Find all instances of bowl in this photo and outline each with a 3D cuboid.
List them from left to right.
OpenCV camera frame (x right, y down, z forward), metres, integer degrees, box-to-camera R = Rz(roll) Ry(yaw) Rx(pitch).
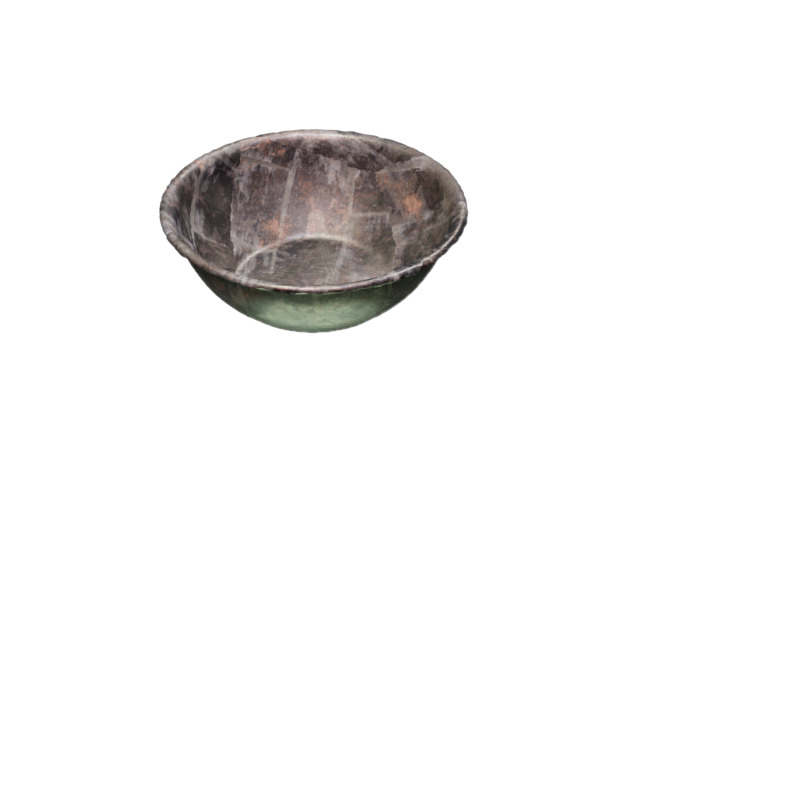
[{"bbox_3d":[-0.047,-0.085,0.595,0.162,0.051,0.174,-1,39,-2],"label":"bowl"}]
